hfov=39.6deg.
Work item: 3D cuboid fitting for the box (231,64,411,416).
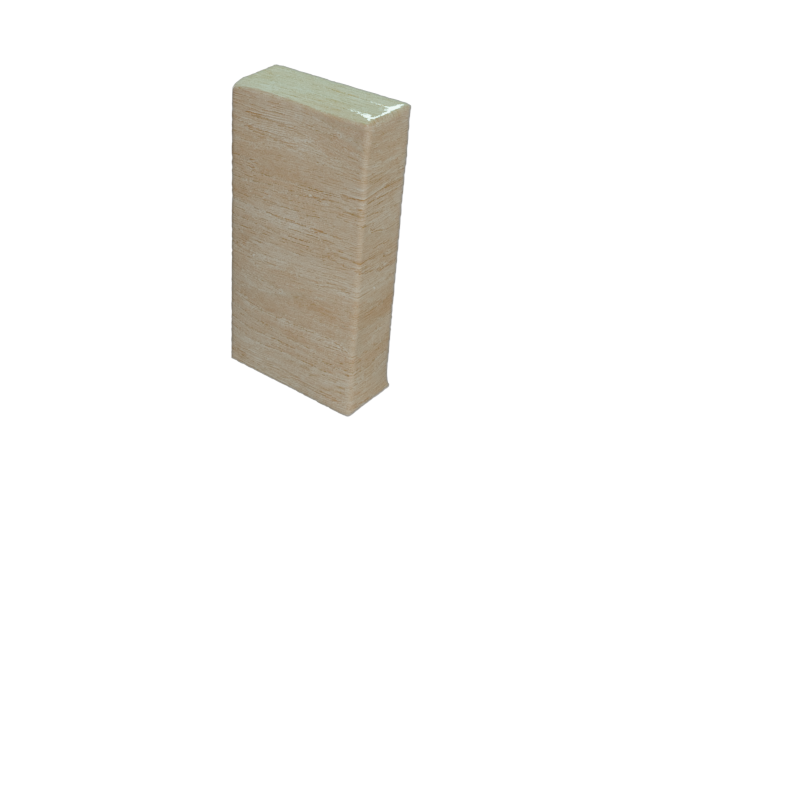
[{"bbox_3d":[-0.048,-0.087,0.611,0.099,0.166,0.048,24,38,30],"label":"box"}]
